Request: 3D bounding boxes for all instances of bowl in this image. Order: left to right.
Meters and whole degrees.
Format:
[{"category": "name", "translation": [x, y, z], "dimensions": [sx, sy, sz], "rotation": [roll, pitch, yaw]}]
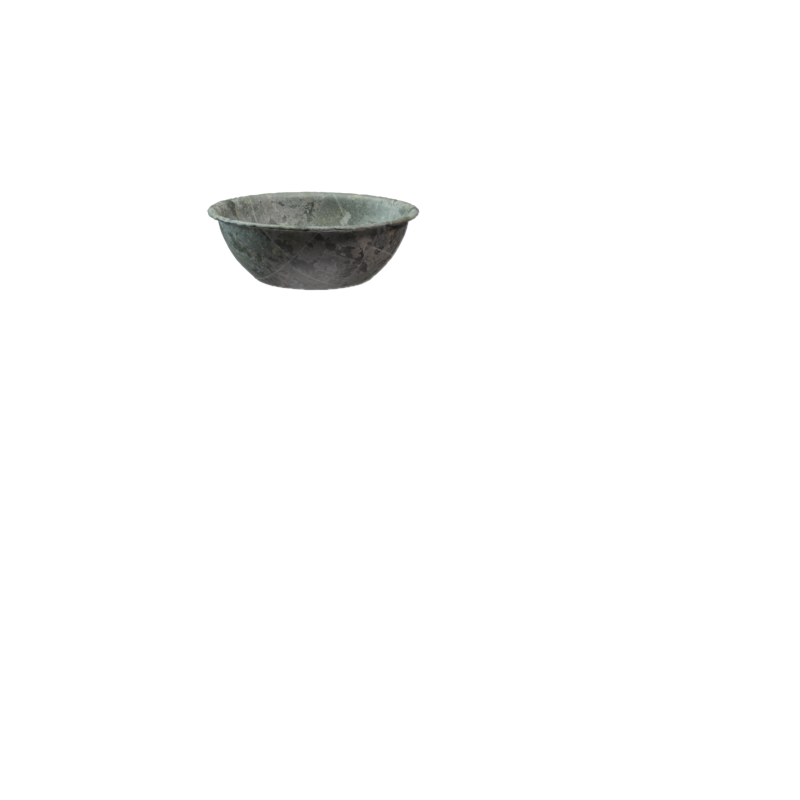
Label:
[{"category": "bowl", "translation": [-0.067, -0.122, 0.852], "dimensions": [0.162, 0.053, 0.168], "rotation": [-1, 19, -2]}]
